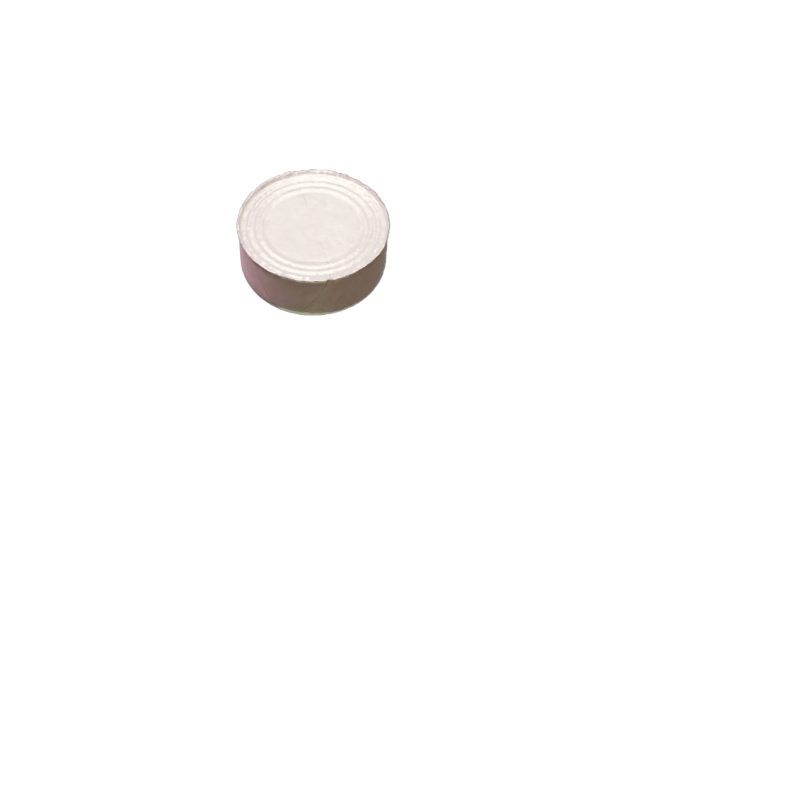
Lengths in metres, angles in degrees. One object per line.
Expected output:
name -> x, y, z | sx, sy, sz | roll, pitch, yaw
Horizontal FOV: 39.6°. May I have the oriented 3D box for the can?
can -> -0.049, -0.090, 0.631 | 0.086, 0.092, 0.031 | -1, -39, -1
